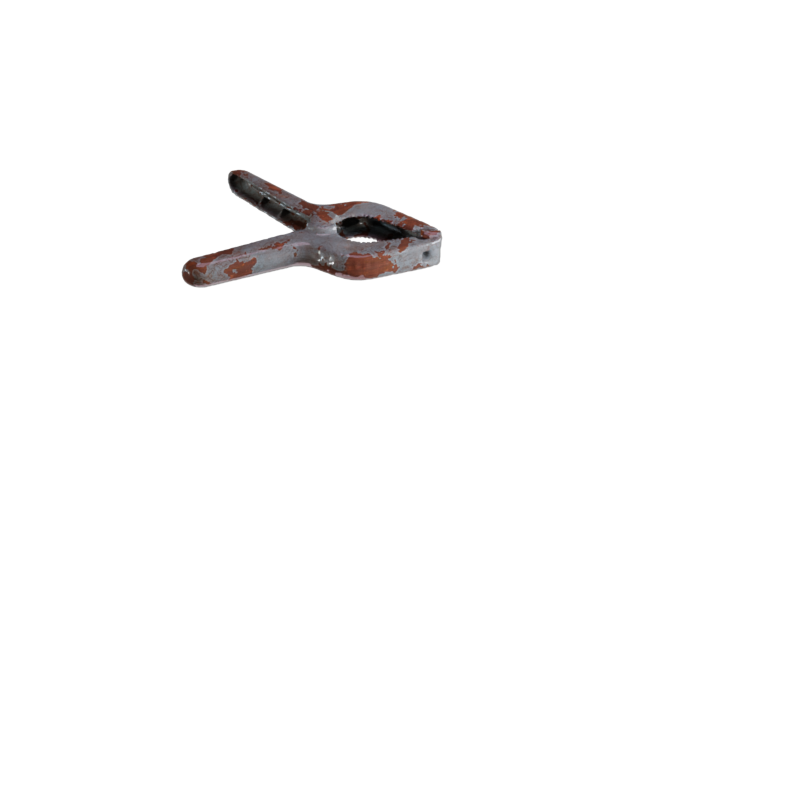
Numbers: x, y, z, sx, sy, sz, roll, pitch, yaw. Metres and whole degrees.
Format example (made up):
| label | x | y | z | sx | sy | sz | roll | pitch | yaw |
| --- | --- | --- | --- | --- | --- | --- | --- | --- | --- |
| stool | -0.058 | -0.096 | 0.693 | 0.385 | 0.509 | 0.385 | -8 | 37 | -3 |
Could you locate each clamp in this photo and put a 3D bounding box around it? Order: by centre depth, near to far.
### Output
| label | x | y | z | sx | sy | sz | roll | pitch | yaw |
| --- | --- | --- | --- | --- | --- | --- | --- | --- | --- |
| clamp | -0.073 | -0.133 | 0.933 | 0.215 | 0.034 | 0.172 | 11 | 41 | 12 |
